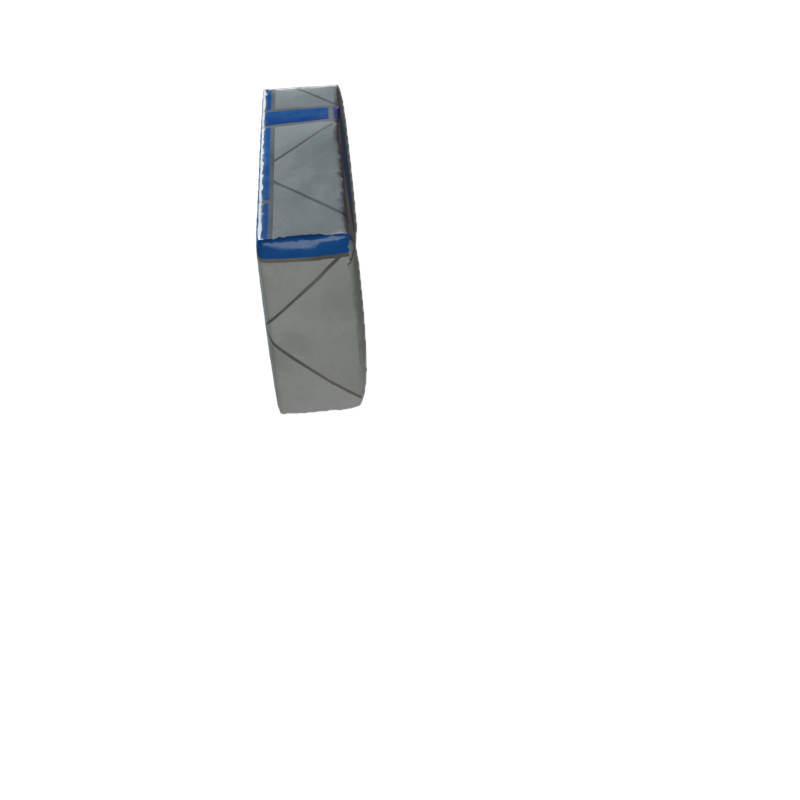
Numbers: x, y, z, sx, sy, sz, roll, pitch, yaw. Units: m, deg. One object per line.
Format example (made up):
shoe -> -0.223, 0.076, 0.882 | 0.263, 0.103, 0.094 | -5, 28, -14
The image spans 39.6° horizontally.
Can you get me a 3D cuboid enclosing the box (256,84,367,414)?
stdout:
box -> -0.067, -0.123, 0.860 | 0.072, 0.153, 0.229 | -4, 40, 0
